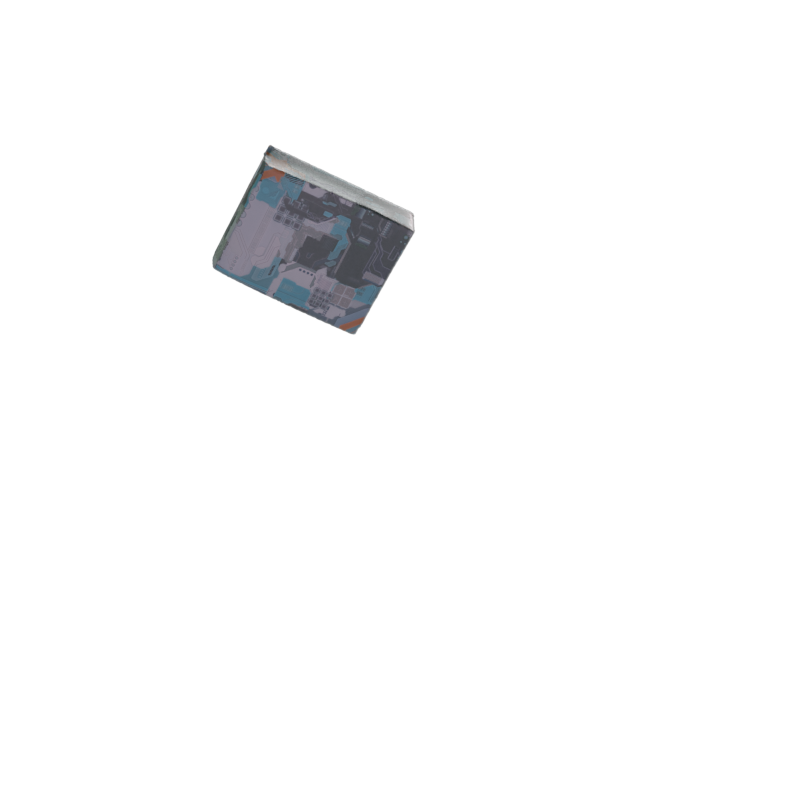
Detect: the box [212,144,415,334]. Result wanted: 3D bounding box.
[{"bbox_3d":[-0.059,-0.107,0.752,0.111,0.087,0.041,24,24,-12],"label":"box"}]
